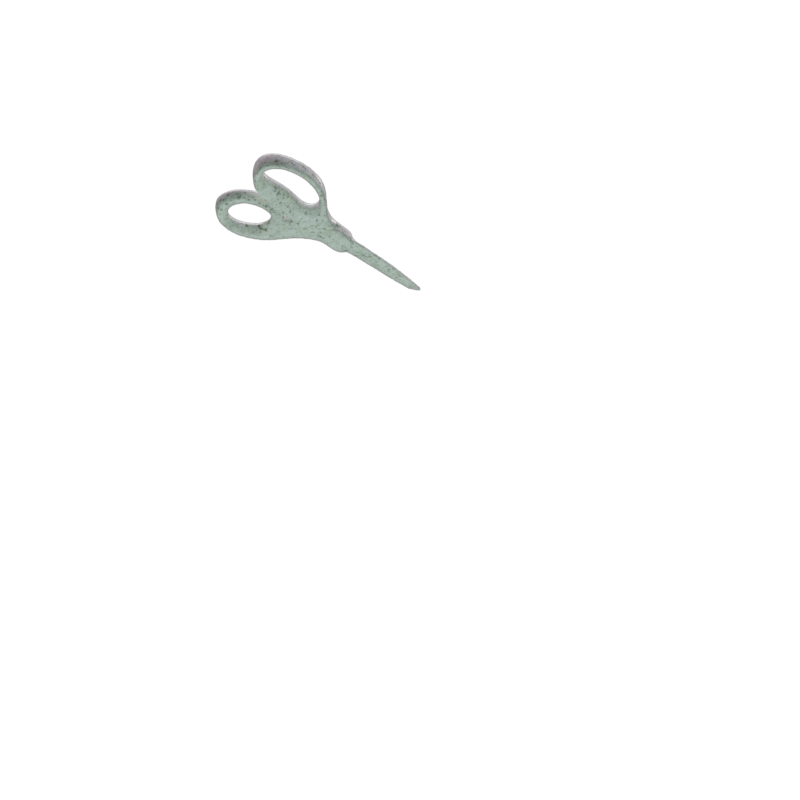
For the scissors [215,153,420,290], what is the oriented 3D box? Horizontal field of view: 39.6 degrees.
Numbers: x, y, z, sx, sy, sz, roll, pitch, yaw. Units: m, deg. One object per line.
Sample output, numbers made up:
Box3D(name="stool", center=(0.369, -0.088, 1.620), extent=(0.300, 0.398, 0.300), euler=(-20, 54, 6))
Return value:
Box3D(name="scissors", center=(-0.069, -0.125, 0.877), extent=(0.097, 0.017, 0.186), euler=(-16, -36, 23))
